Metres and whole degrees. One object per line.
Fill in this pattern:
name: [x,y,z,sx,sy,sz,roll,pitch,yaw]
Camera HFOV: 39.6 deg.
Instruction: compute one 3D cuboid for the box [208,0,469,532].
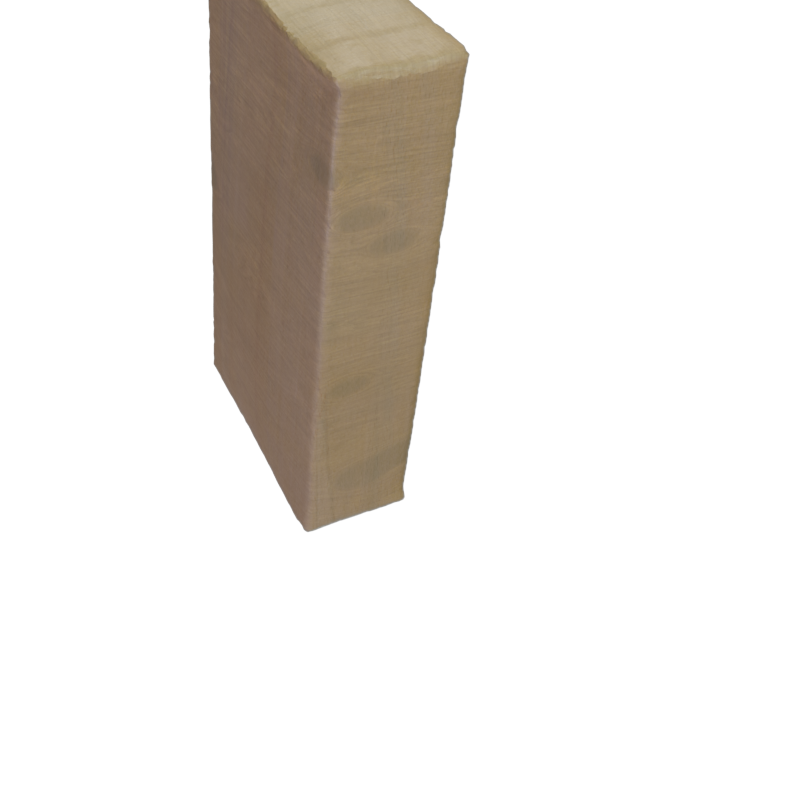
box: [-0.028,-0.051,0.358,0.047,0.164,0.101,-16,45,-21]
